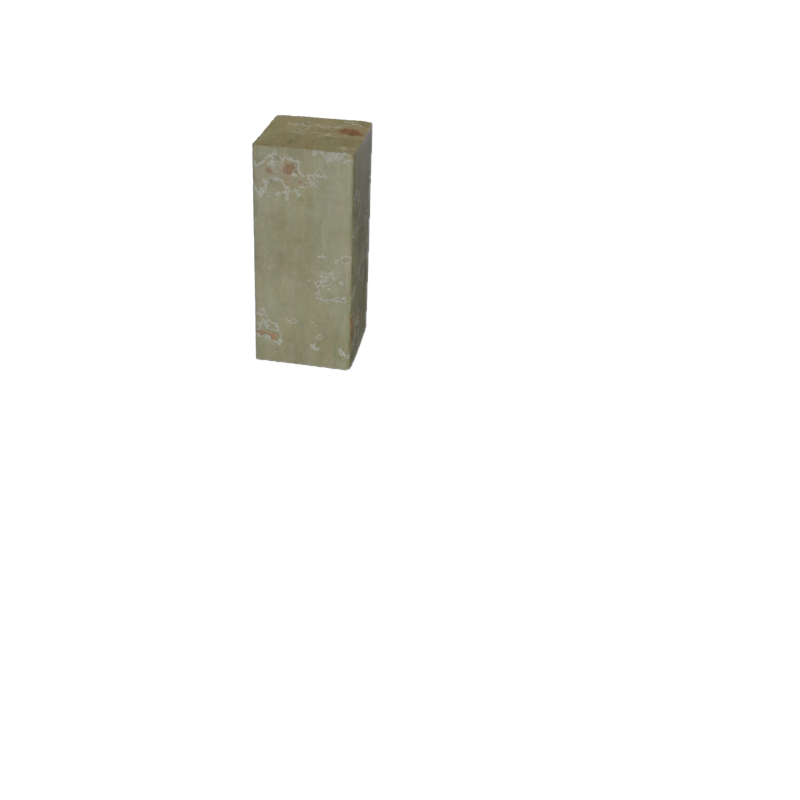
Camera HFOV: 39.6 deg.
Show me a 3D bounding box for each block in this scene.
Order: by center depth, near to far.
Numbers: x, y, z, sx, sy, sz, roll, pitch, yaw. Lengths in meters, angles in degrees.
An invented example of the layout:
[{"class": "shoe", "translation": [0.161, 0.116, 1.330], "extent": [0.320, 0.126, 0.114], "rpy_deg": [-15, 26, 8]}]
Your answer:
[{"class": "block", "translation": [-0.078, -0.143, 0.997], "extent": [0.092, 0.195, 0.094], "rpy_deg": [6, 27, 9]}]
